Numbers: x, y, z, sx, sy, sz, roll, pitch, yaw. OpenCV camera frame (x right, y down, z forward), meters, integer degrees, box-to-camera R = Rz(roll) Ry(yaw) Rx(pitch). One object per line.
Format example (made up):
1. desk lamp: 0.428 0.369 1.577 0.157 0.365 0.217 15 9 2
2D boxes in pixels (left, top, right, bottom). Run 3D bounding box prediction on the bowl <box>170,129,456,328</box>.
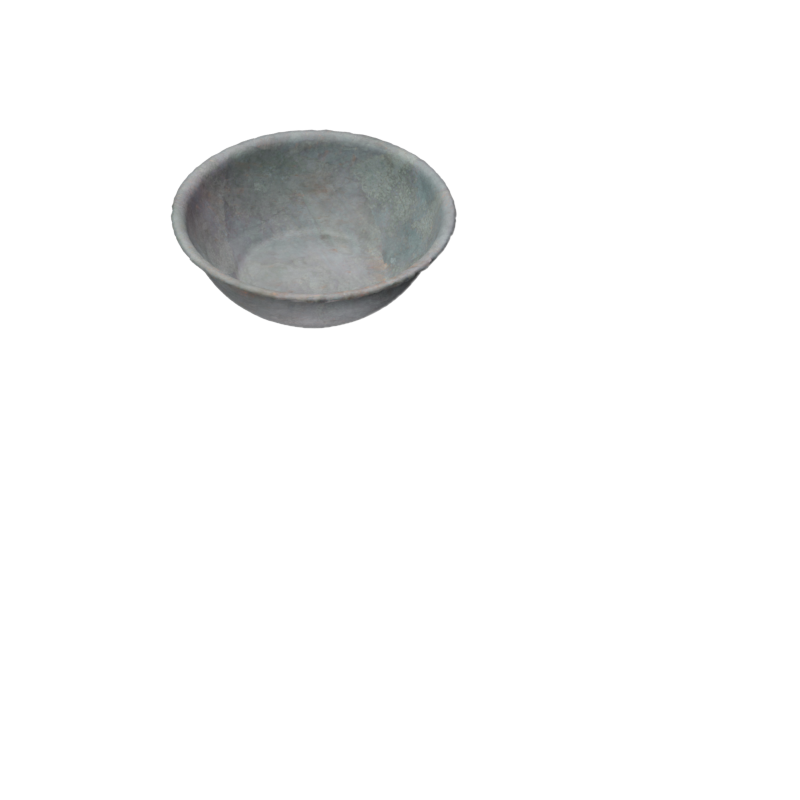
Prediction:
1. bowl: -0.051 -0.092 0.645 0.162 0.051 0.174 -1 43 -1
